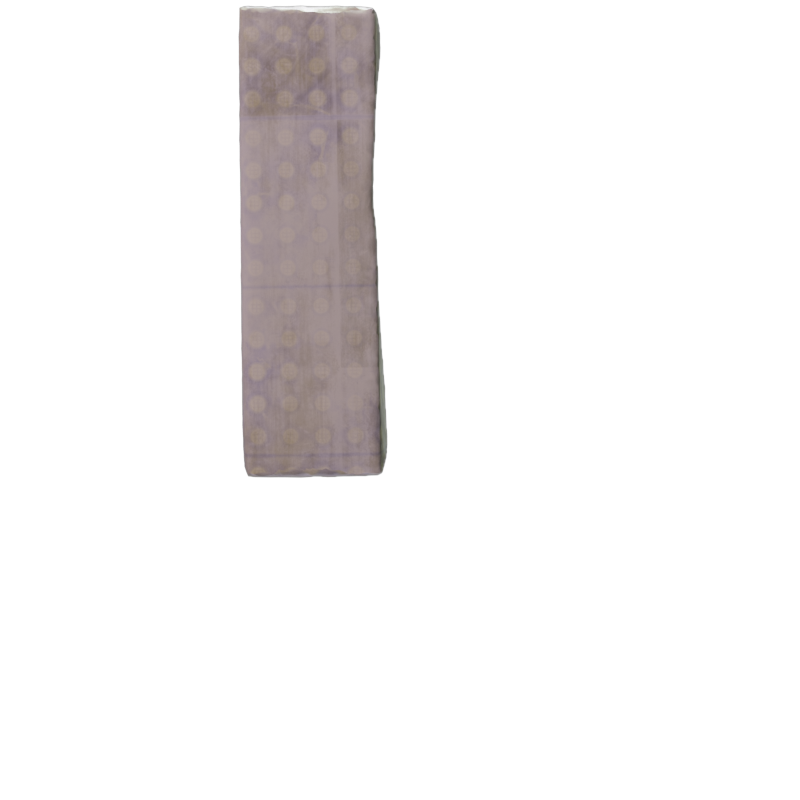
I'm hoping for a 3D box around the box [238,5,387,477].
[{"bbox_3d":[-0.045,-0.082,0.577,0.072,0.213,0.166,0,3,-4],"label":"box"}]
